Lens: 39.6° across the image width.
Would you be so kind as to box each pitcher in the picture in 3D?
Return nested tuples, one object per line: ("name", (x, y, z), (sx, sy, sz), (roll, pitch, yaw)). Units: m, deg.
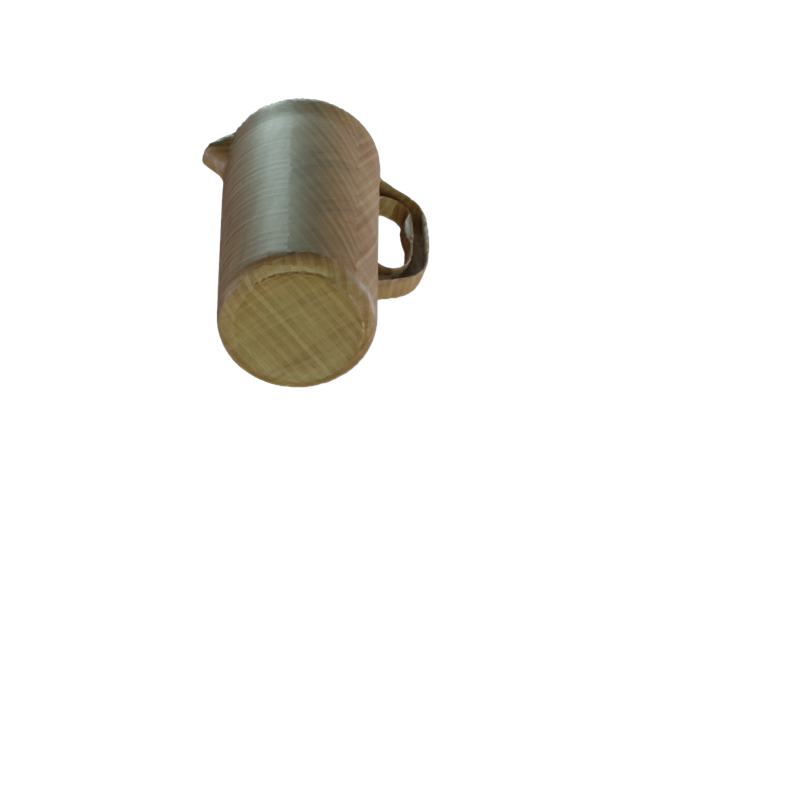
("pitcher", (-0.066, -0.119, 0.837), (0.150, 0.135, 0.260), (-22, 34, 12))
